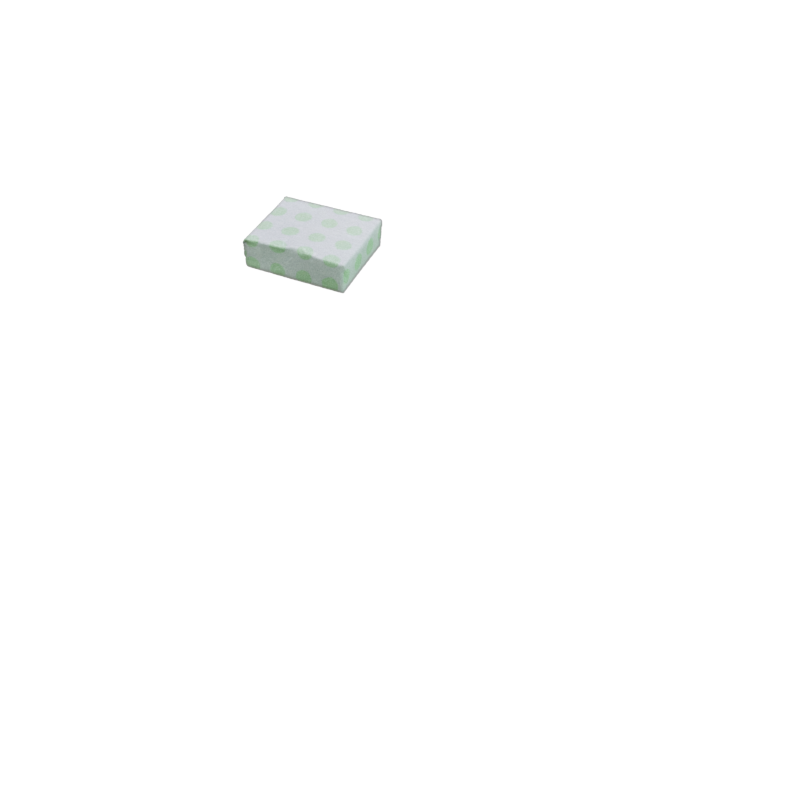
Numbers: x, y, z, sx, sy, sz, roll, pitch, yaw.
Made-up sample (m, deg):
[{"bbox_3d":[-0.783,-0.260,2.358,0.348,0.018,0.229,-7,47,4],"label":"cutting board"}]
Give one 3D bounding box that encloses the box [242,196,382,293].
[{"bbox_3d":[-0.069,-0.126,0.881,0.093,0.028,0.075,16,41,19],"label":"box"}]
